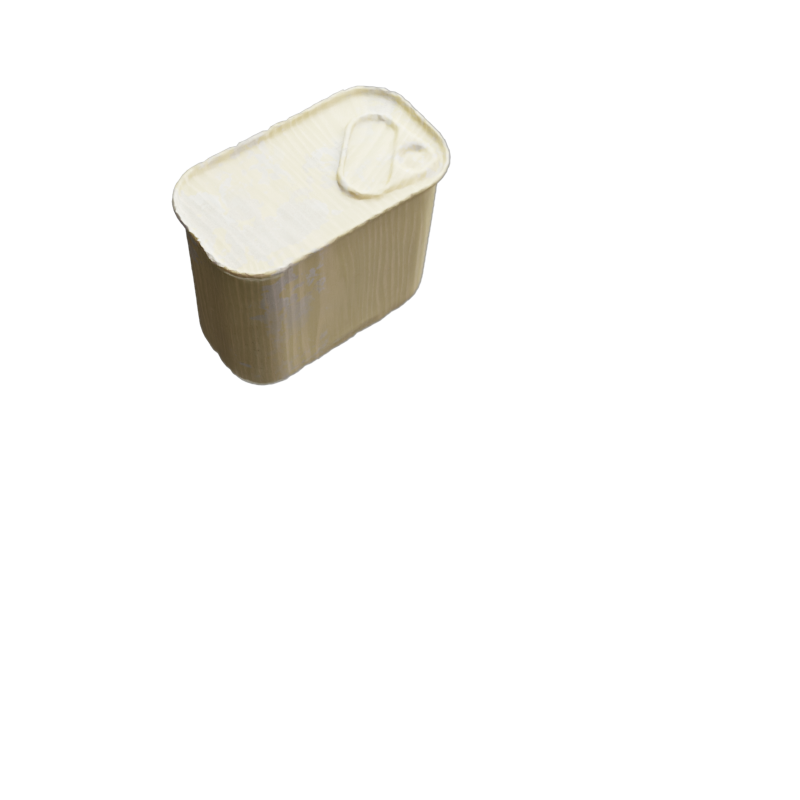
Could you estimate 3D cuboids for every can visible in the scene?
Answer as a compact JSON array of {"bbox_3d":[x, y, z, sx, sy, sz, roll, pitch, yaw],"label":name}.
[{"bbox_3d":[-0.034,-0.062,0.436,0.102,0.061,0.078,-32,-25,-20],"label":"can"}]
